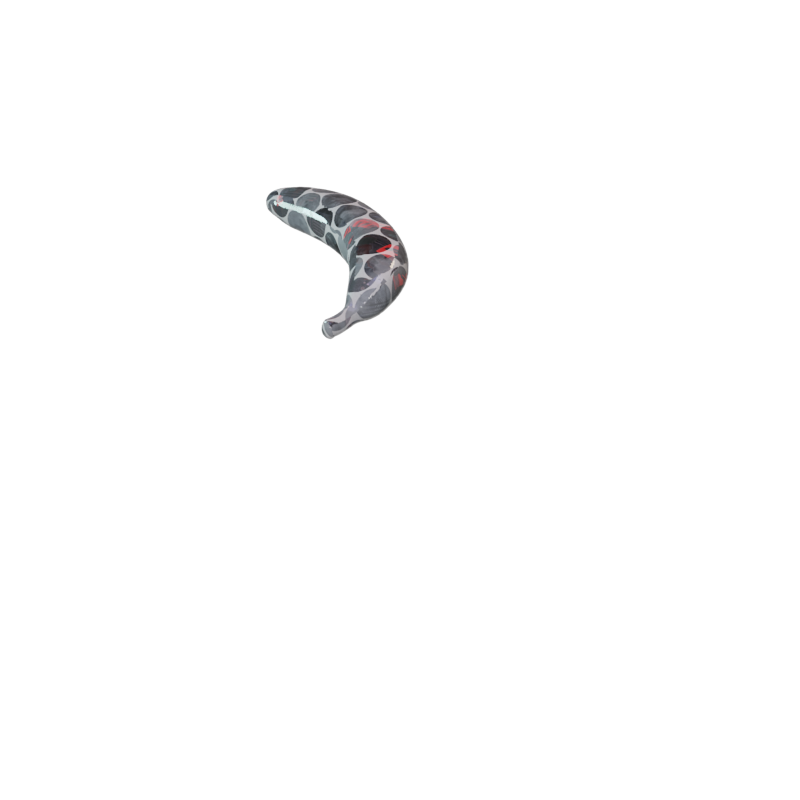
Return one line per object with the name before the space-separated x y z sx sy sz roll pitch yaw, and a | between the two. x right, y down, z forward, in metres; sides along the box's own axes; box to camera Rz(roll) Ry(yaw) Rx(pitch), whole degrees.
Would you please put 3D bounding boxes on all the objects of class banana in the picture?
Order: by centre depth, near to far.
banana | -0.038 -0.103 0.722 0.069 0.035 0.212 -7 31 -13
